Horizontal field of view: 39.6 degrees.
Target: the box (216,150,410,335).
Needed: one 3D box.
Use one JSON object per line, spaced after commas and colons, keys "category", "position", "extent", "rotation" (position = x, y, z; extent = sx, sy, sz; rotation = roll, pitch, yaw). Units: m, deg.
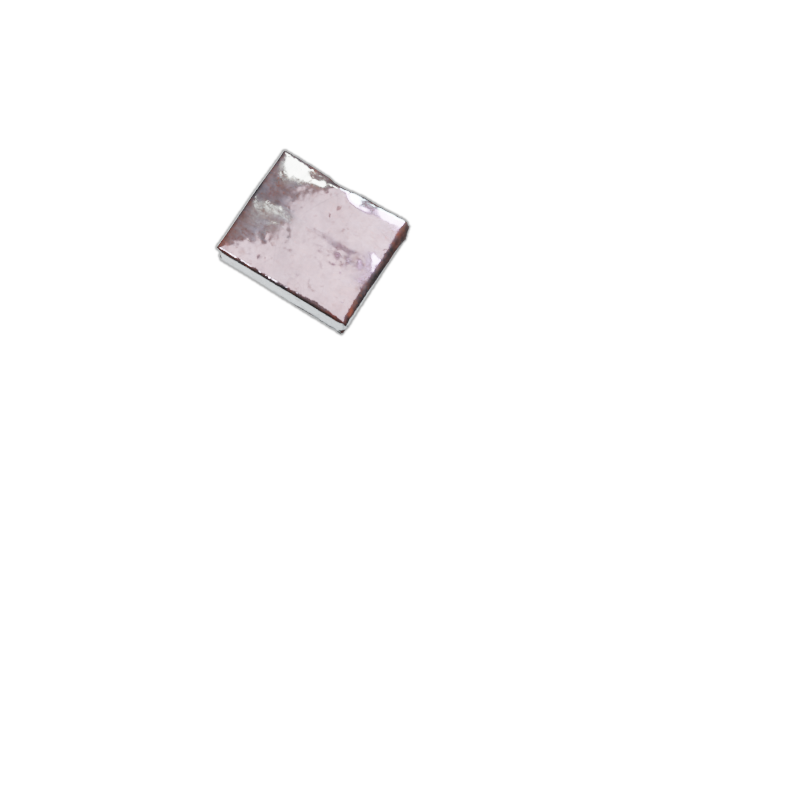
{"category": "box", "position": [-0.051, -0.093, 0.650], "extent": [0.091, 0.074, 0.029], "rotation": [31, -14, 8]}
